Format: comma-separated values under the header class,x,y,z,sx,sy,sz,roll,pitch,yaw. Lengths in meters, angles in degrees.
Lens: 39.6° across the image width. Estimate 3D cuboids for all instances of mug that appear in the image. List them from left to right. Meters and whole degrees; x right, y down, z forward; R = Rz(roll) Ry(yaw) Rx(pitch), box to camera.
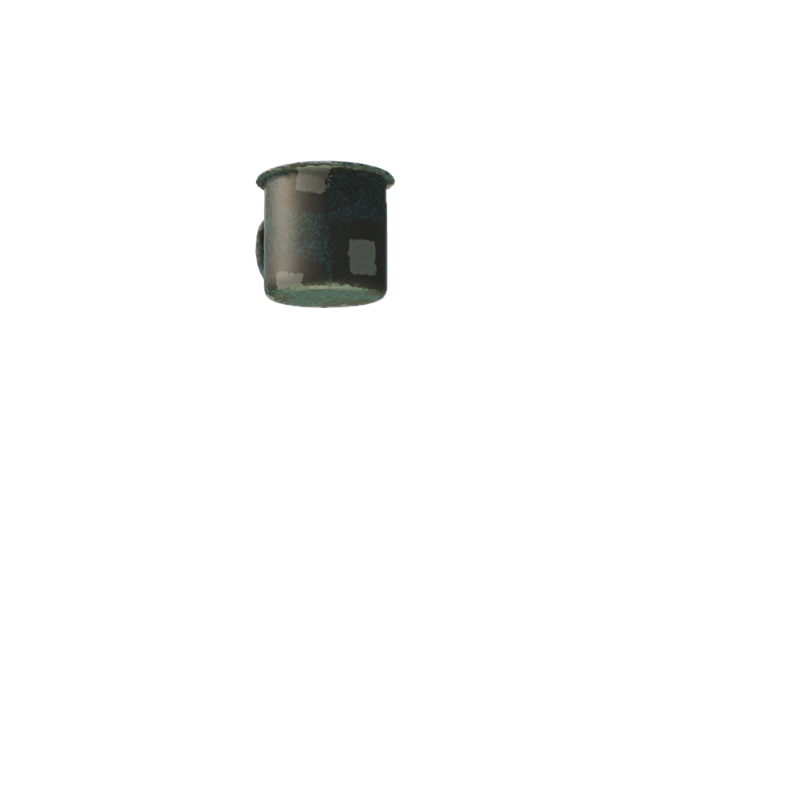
class,x,y,z,sx,sy,sz,roll,pitch,yaw
mug,-0.058,-0.106,0.744,0.120,0.084,0.089,-7,-11,44
